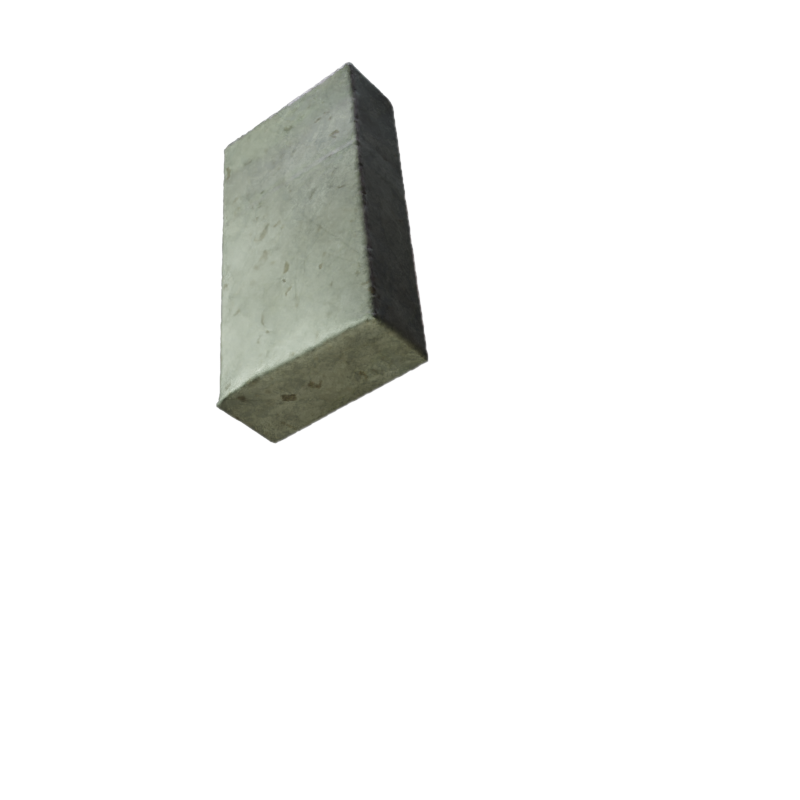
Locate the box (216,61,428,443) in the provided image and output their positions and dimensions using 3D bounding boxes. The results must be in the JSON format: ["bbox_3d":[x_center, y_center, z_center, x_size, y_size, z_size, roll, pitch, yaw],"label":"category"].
[{"bbox_3d":[-0.042,-0.077,0.539,0.093,0.189,0.045,-29,-48,26],"label":"box"}]
